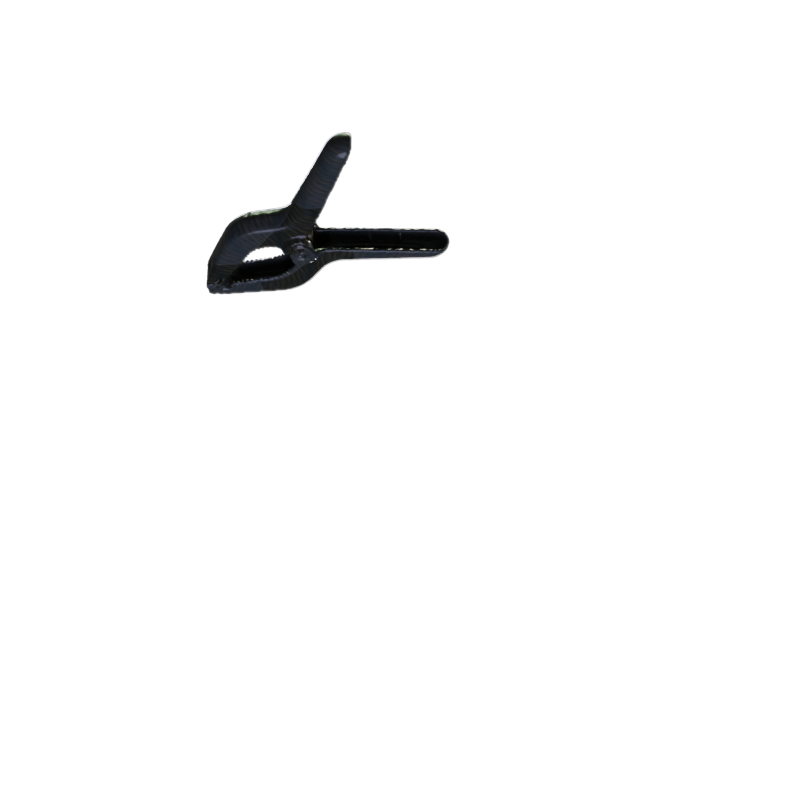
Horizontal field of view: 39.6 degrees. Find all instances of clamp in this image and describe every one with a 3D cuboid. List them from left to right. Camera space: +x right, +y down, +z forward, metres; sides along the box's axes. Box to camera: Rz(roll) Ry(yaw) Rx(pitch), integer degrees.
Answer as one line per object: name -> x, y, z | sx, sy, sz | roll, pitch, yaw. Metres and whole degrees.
clamp -> -0.074, -0.135, 0.949 | 0.210, 0.039, 0.153 | -25, -42, 31
